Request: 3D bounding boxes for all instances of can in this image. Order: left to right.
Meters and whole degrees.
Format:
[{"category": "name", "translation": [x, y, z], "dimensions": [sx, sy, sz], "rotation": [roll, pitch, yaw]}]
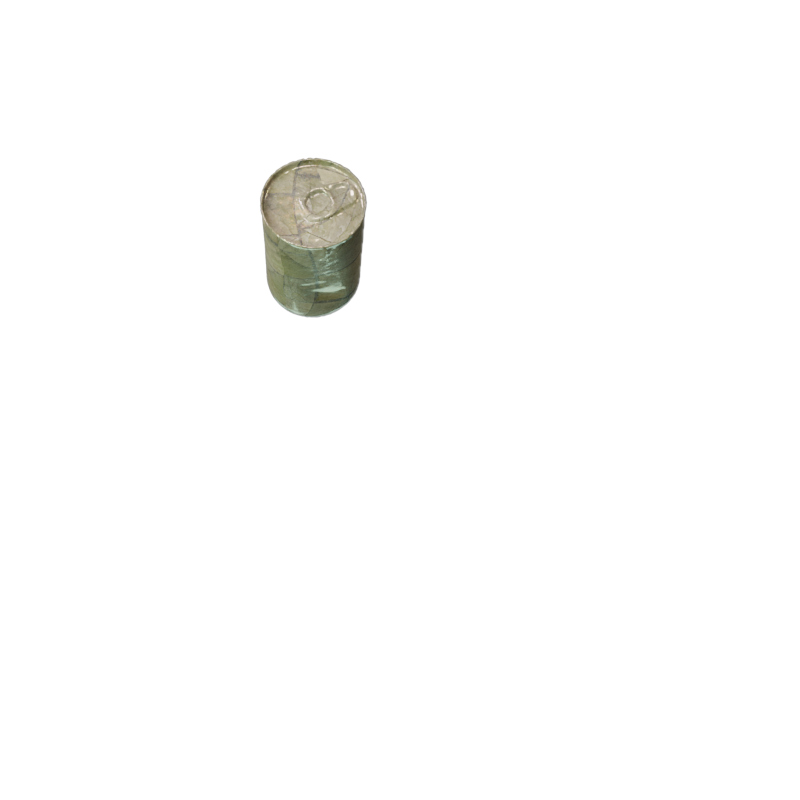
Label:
[{"category": "can", "translation": [-0.058, -0.107, 0.747], "dimensions": [0.068, 0.073, 0.097], "rotation": [0, -25, -3]}]
